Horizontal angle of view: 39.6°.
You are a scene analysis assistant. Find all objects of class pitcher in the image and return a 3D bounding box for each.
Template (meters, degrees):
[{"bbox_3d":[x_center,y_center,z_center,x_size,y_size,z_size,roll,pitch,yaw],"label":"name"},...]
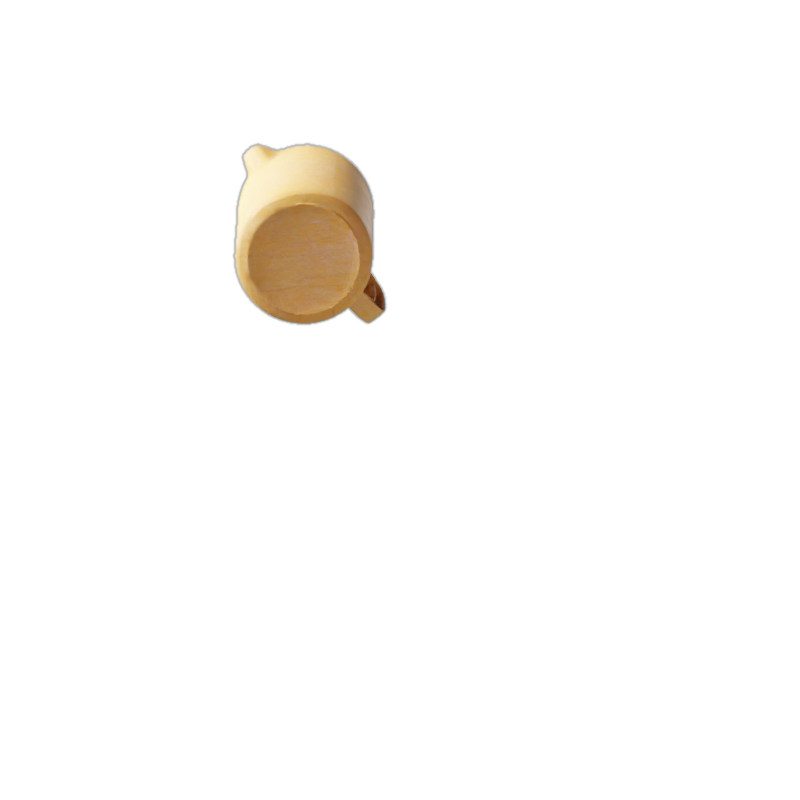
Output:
[{"bbox_3d":[-0.076,-0.139,0.971,0.148,0.141,0.252,6,16,-5],"label":"pitcher"}]
